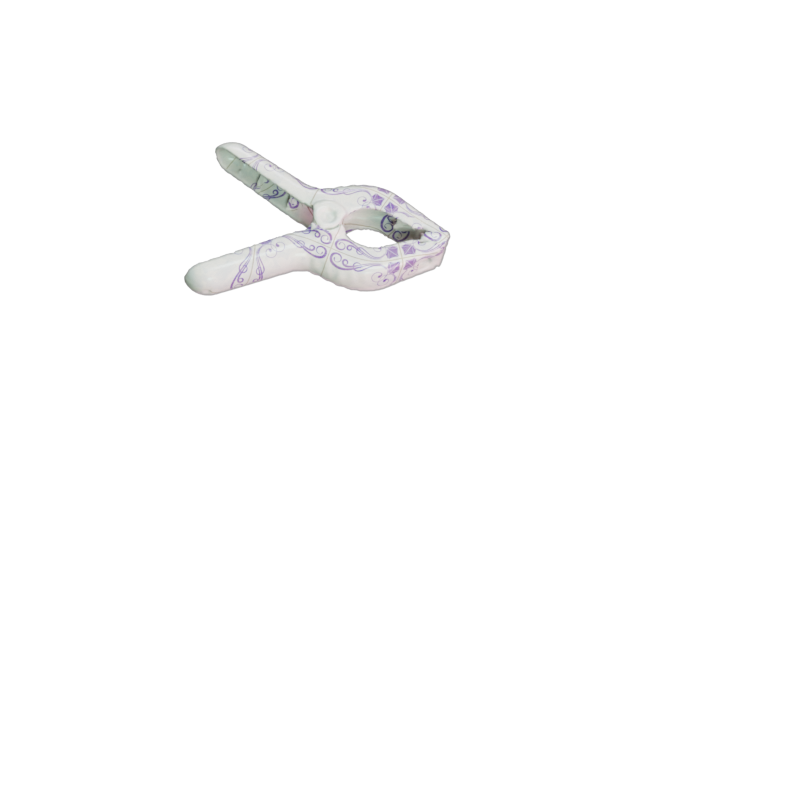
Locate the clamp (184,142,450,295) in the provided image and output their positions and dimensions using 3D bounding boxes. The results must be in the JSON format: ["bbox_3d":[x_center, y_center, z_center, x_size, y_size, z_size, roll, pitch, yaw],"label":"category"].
[{"bbox_3d":[-0.057,-0.104,0.730,0.174,0.126,0.037,14,-27,7],"label":"clamp"}]
